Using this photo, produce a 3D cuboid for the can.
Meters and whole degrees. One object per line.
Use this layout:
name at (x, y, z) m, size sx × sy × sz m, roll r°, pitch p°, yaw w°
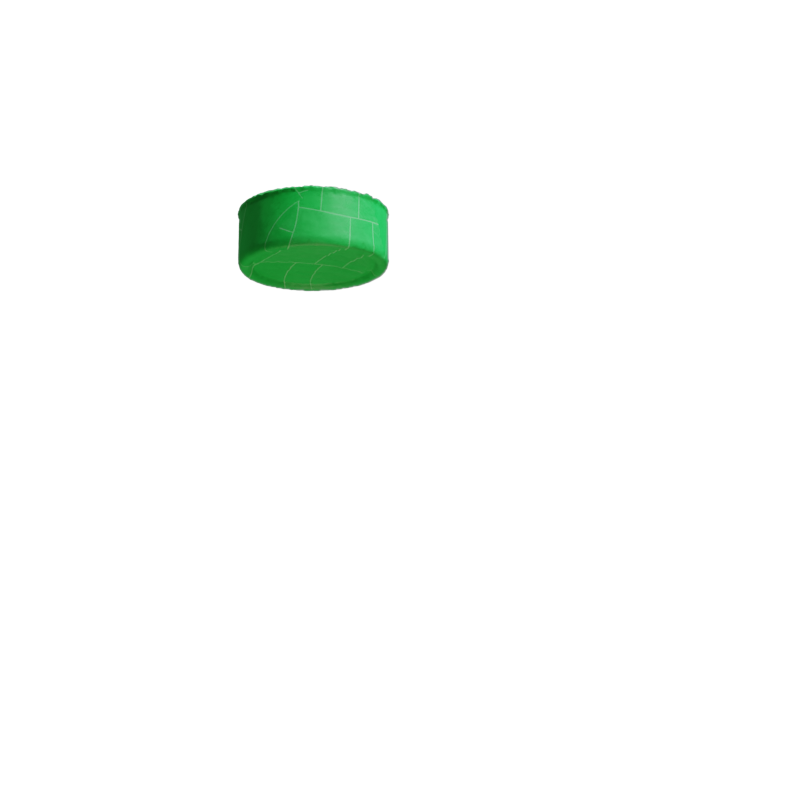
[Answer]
can at (-0.049, -0.089, 0.624) m, size 0.086 × 0.035 × 0.083 m, roll 0°, pitch -13°, yaw -2°
